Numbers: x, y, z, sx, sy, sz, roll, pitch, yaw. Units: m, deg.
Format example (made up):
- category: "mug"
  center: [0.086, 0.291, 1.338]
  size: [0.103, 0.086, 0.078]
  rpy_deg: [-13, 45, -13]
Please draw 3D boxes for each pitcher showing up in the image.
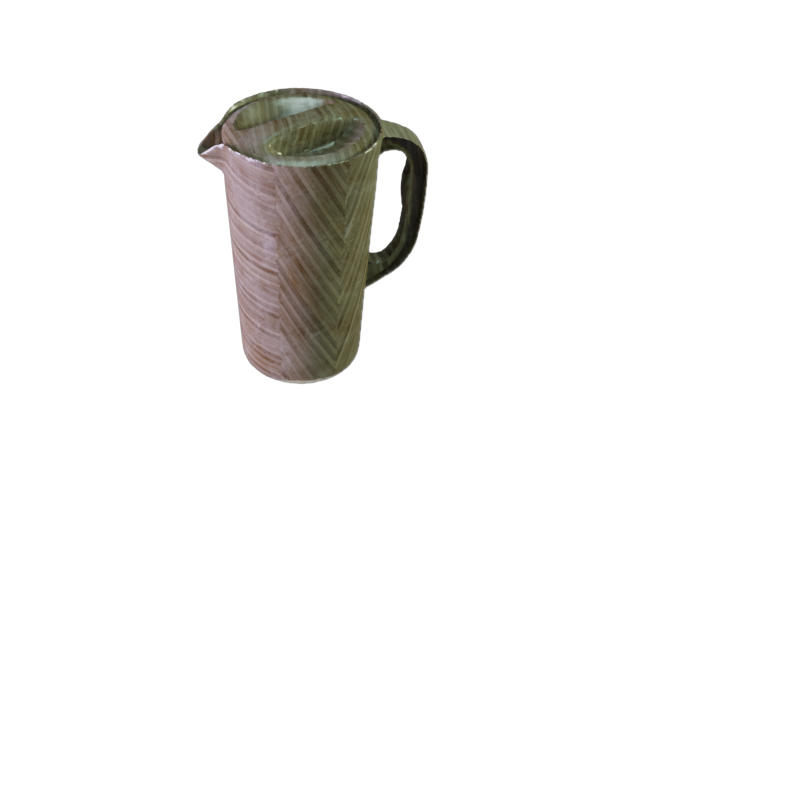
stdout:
- category: "pitcher"
  center: [-0.075, -0.136, 0.955]
  size: [0.157, 0.227, 0.147]
  rpy_deg: [25, 44, 26]
